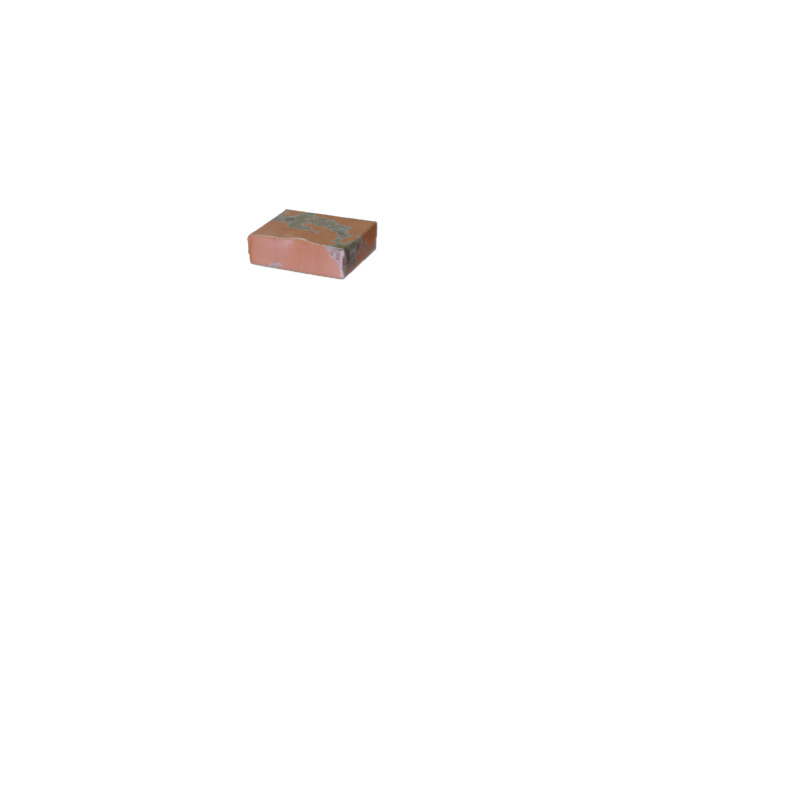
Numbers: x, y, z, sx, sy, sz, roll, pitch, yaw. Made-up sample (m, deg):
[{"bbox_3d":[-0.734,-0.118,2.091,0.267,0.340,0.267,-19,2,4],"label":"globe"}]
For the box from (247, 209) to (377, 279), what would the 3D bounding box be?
[{"bbox_3d":[-0.073,-0.133,0.934,0.092,0.029,0.074,11,29,20],"label":"box"}]
